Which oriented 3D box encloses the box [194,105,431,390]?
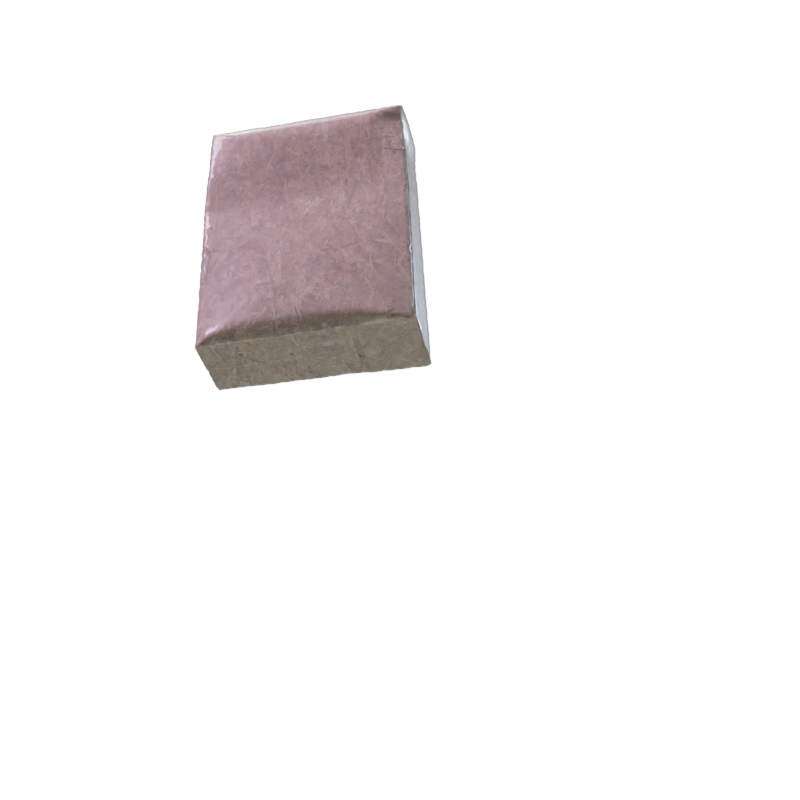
[{"bbox_3d":[-0.067,-0.123,0.860,0.165,0.229,0.066,-8,-35,8],"label":"box"}]
